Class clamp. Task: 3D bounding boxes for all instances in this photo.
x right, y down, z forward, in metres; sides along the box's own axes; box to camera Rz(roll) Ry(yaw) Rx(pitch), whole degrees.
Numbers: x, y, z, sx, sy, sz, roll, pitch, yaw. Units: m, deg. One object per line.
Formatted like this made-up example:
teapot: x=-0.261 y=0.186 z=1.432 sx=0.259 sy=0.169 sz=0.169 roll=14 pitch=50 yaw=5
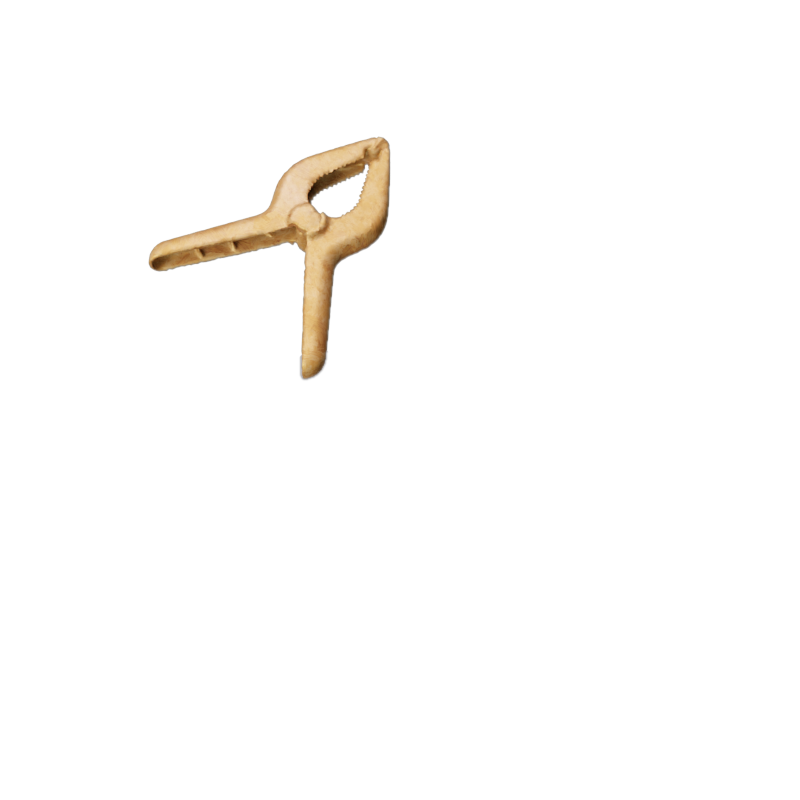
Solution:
clamp: x=-0.068 y=-0.124 z=0.868 sx=0.173 sy=0.212 sz=0.034 roll=40 pitch=-22 yaw=19
